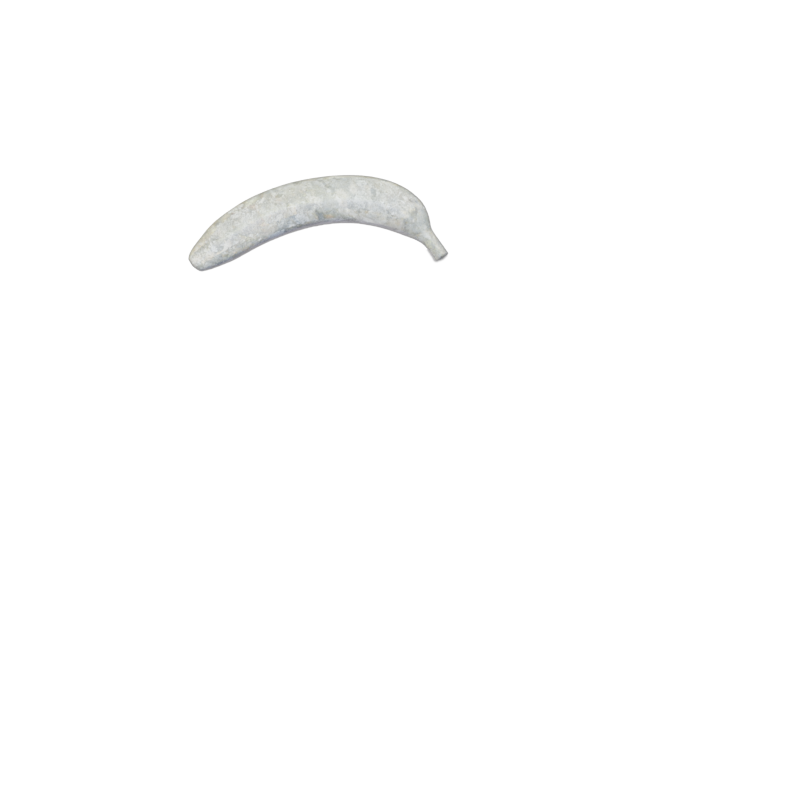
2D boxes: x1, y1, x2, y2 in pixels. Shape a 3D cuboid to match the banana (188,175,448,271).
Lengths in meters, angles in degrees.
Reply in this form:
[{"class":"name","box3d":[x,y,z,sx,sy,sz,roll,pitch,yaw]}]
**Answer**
[{"class":"banana","box3d":[-0.064,-0.138,0.848,0.197,0.073,0.035,-3,-22,-2]}]
